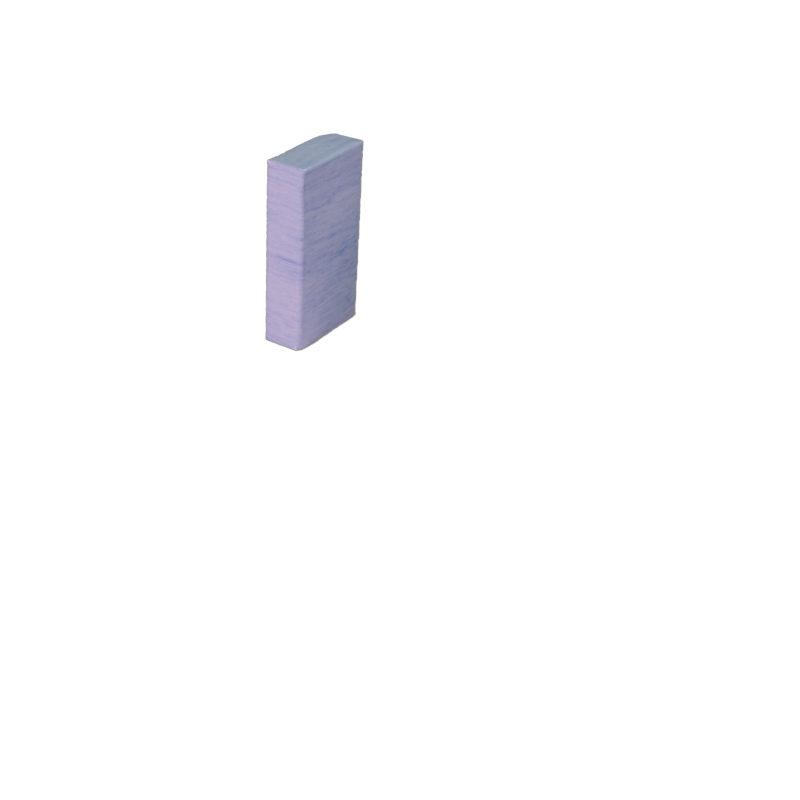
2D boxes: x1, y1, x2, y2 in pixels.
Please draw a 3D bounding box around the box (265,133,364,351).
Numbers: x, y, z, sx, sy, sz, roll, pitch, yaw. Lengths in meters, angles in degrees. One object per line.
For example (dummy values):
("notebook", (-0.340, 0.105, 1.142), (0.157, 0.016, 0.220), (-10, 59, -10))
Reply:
("box", (-0.077, -0.140, 0.980), (0.050, 0.167, 0.094), (17, 31, 28))
